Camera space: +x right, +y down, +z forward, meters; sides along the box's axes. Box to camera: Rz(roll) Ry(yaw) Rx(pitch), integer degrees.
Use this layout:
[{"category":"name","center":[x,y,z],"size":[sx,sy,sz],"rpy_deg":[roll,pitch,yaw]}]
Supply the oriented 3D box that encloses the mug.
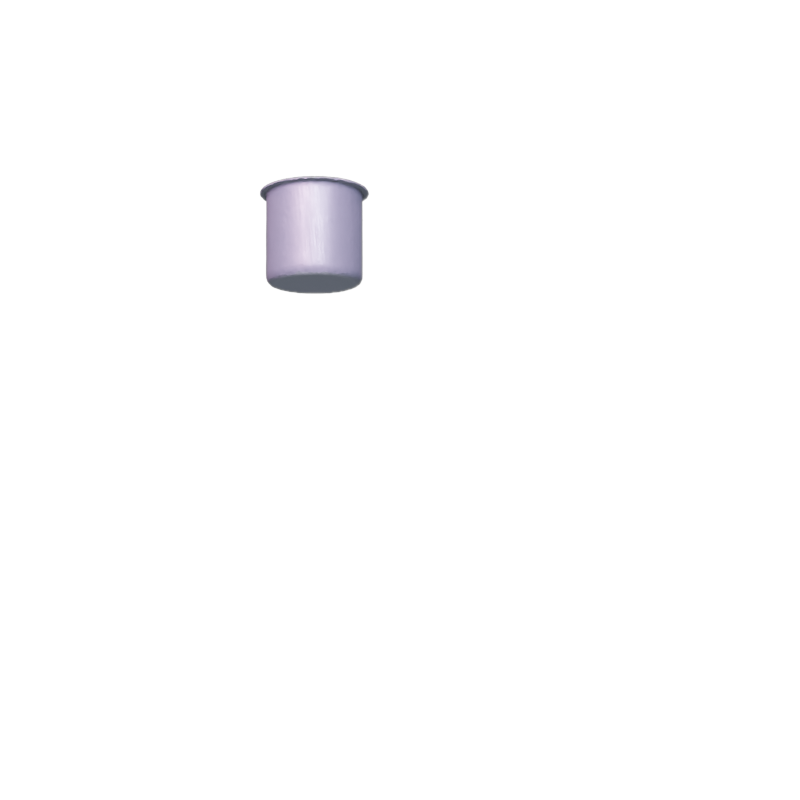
[{"category":"mug","center":[-0.074,-0.136,0.951],"size":[0.092,0.084,0.115],"rpy_deg":[1,-10,-7]}]
